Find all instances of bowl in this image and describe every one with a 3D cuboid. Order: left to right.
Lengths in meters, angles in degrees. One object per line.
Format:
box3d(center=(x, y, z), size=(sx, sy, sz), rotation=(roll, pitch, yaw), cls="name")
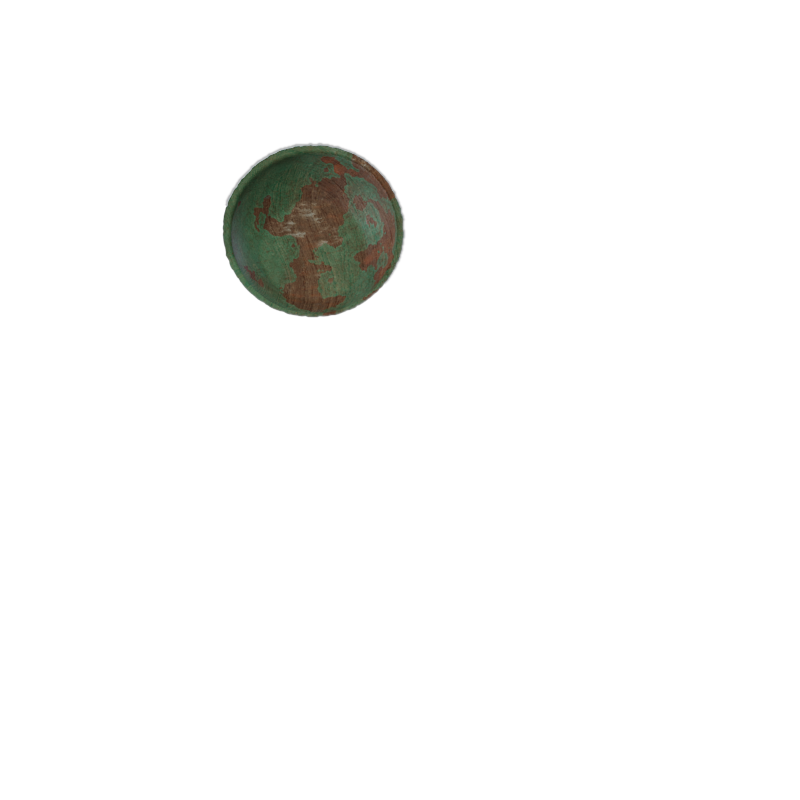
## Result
box3d(center=(-0.075, -0.138, 0.963), size=(0.162, 0.155, 0.058), rotation=(1, 20, -1), cls="bowl")
